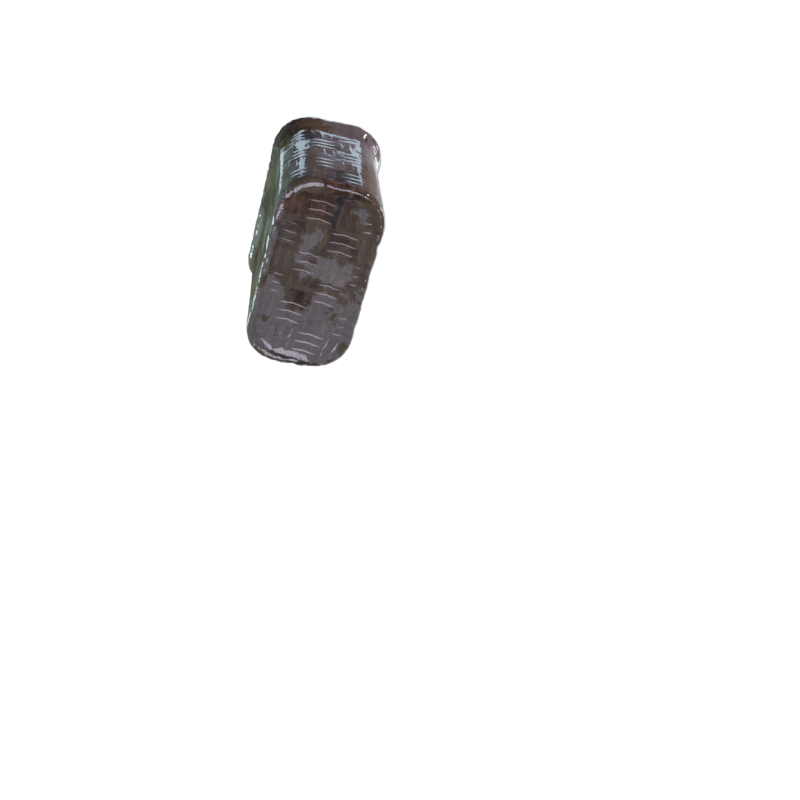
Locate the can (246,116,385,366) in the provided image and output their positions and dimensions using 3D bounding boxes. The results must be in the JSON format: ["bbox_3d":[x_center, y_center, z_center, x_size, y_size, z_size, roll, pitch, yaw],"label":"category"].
[{"bbox_3d":[-0.043,-0.079,0.553,0.057,0.097,0.089,12,27,-10],"label":"can"}]
